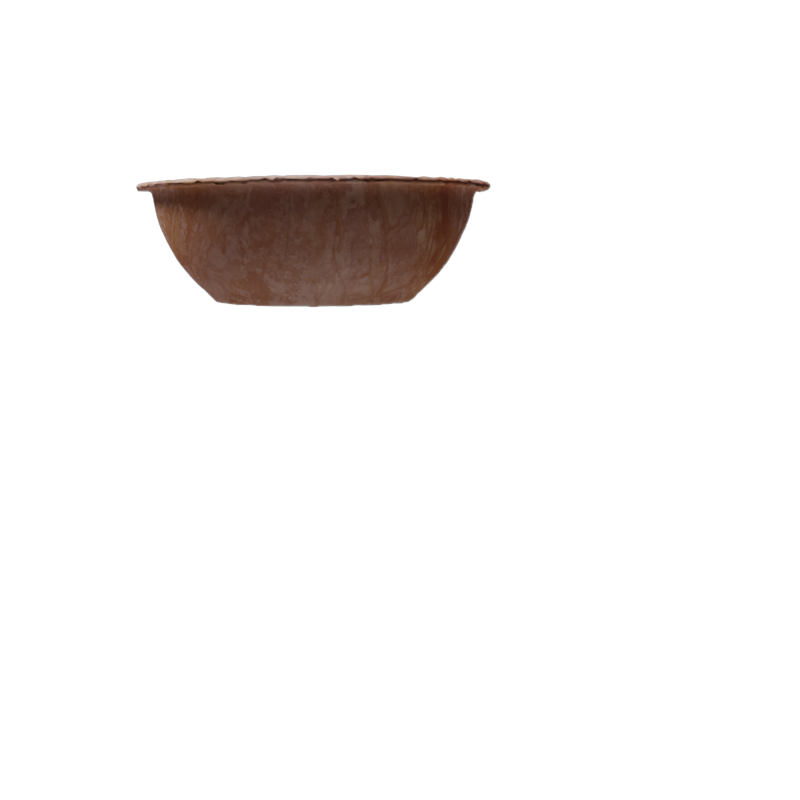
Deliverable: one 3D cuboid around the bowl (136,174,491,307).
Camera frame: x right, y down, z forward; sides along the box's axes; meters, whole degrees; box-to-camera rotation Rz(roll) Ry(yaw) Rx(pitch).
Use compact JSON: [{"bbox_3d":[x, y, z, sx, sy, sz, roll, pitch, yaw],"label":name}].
[{"bbox_3d":[-0.040,-0.073,0.511,0.162,0.055,0.164,0,7,-2],"label":"bowl"}]
